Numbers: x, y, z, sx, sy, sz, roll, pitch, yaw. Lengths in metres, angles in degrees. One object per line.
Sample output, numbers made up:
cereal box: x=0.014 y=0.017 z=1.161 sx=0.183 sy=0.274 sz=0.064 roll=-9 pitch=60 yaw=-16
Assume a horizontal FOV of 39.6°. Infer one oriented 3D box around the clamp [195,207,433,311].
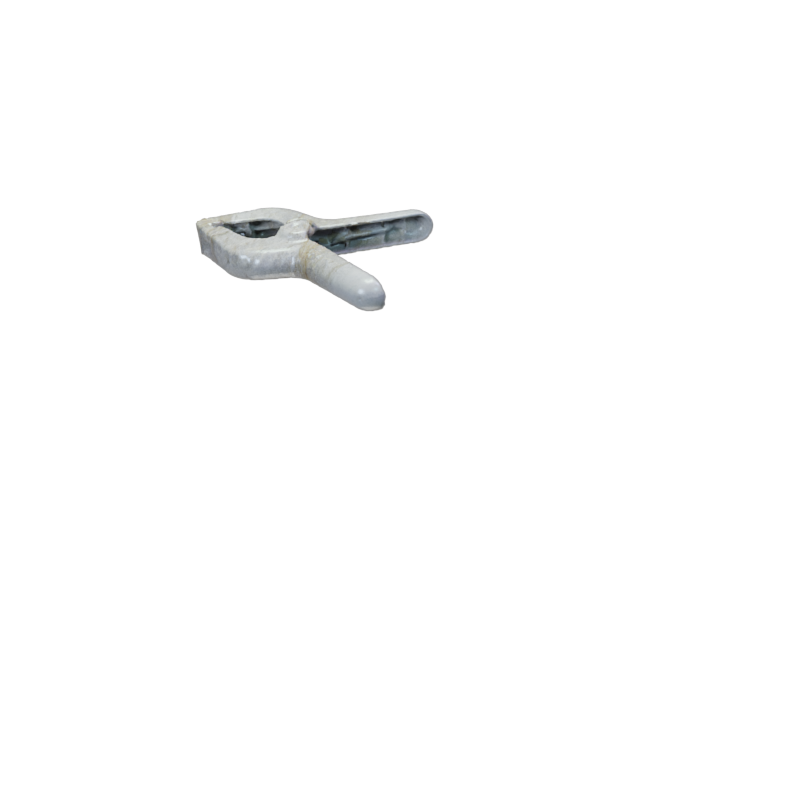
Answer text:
clamp: x=-0.063 y=-0.115 z=0.805 sx=0.179 sy=0.037 sz=0.122 roll=16 pitch=34 yaw=26
